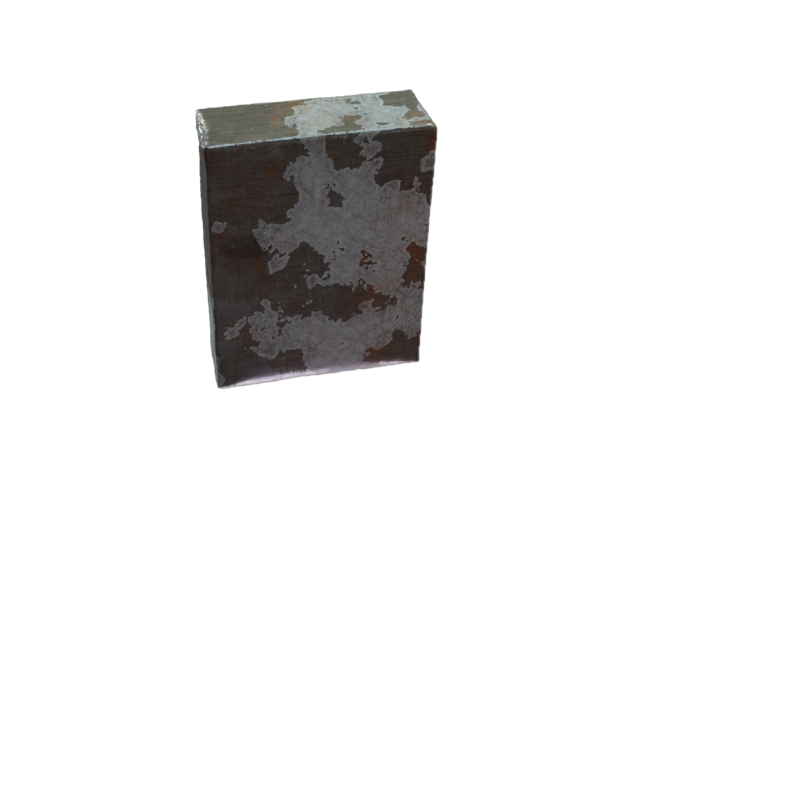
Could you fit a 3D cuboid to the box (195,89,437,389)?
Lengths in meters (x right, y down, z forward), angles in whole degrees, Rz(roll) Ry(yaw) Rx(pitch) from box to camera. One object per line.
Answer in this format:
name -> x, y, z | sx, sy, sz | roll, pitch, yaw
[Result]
box -> -0.065, -0.119, 0.830 | 0.162, 0.200, 0.078 | -7, 37, -11
